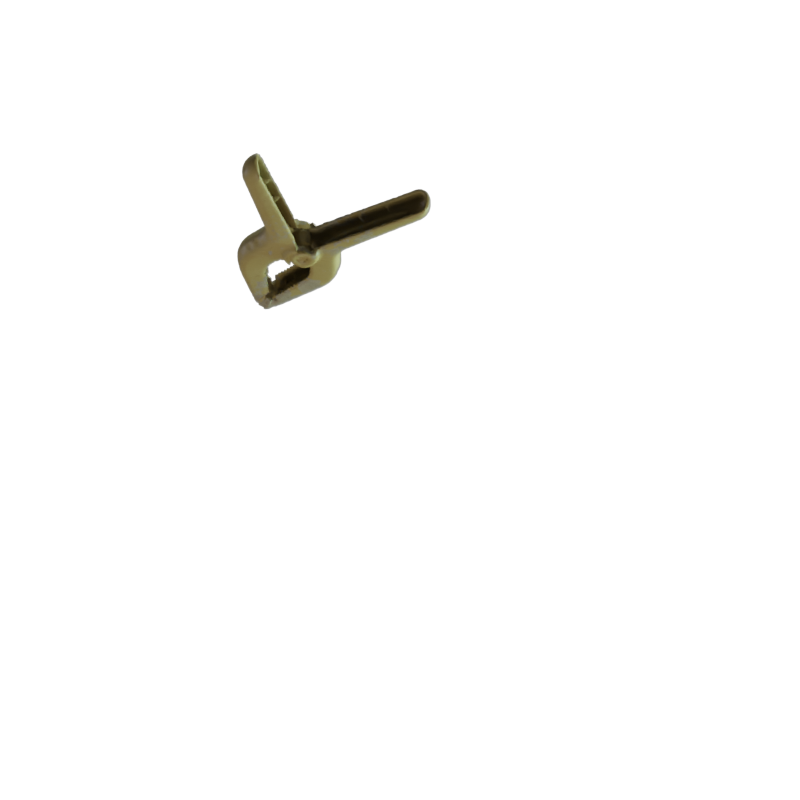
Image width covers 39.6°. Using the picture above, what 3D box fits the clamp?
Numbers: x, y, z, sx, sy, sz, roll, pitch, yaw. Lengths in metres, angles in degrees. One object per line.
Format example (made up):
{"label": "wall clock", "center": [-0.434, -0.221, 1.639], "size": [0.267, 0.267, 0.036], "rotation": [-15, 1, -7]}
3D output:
{"label": "clamp", "center": [-0.077, -0.140, 0.982], "size": [0.161, 0.039, 0.202], "rotation": [8, -28, -15]}
